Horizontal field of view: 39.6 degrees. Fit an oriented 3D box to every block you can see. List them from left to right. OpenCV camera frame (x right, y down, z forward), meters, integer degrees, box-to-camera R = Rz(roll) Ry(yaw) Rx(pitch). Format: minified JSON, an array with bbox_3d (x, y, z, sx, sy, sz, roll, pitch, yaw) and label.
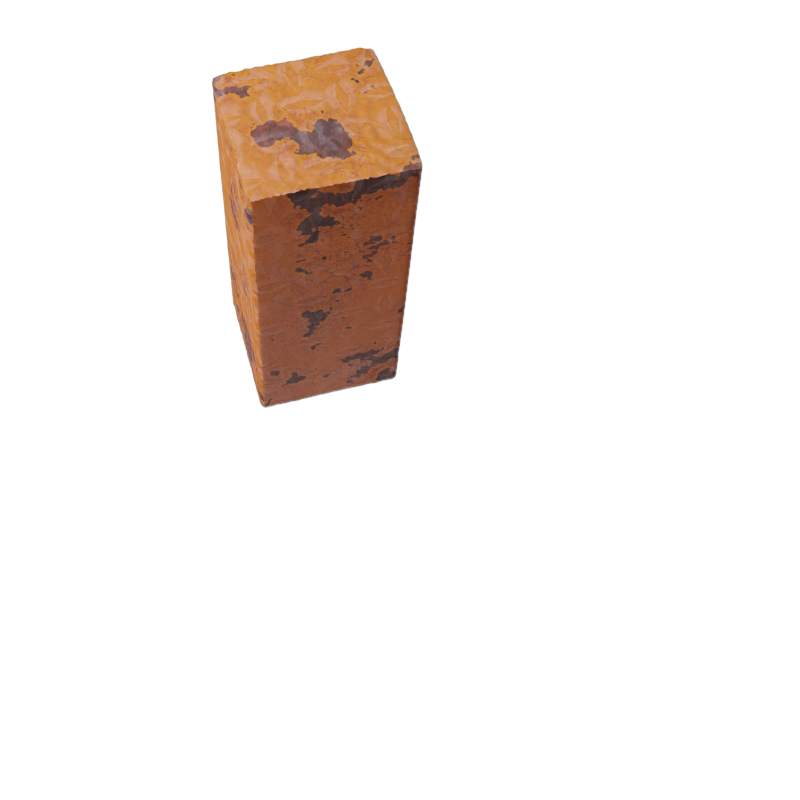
[{"bbox_3d":[-0.050,-0.092,0.639,0.090,0.097,0.193,-13,-30,-11],"label":"block"}]
